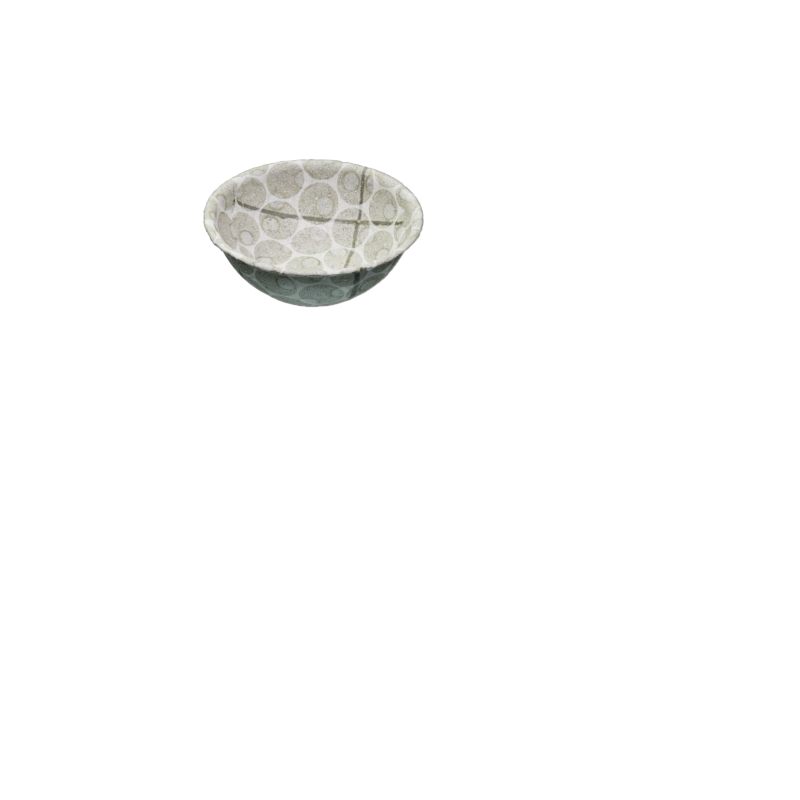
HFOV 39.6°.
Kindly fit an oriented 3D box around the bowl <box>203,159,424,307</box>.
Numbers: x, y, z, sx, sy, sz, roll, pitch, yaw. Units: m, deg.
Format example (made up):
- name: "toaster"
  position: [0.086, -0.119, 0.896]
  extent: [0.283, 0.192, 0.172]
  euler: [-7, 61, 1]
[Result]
- name: "bowl"
  position: [-0.064, -0.118, 0.824]
  extent: [0.162, 0.051, 0.173]
  euler: [-1, 38, -2]
